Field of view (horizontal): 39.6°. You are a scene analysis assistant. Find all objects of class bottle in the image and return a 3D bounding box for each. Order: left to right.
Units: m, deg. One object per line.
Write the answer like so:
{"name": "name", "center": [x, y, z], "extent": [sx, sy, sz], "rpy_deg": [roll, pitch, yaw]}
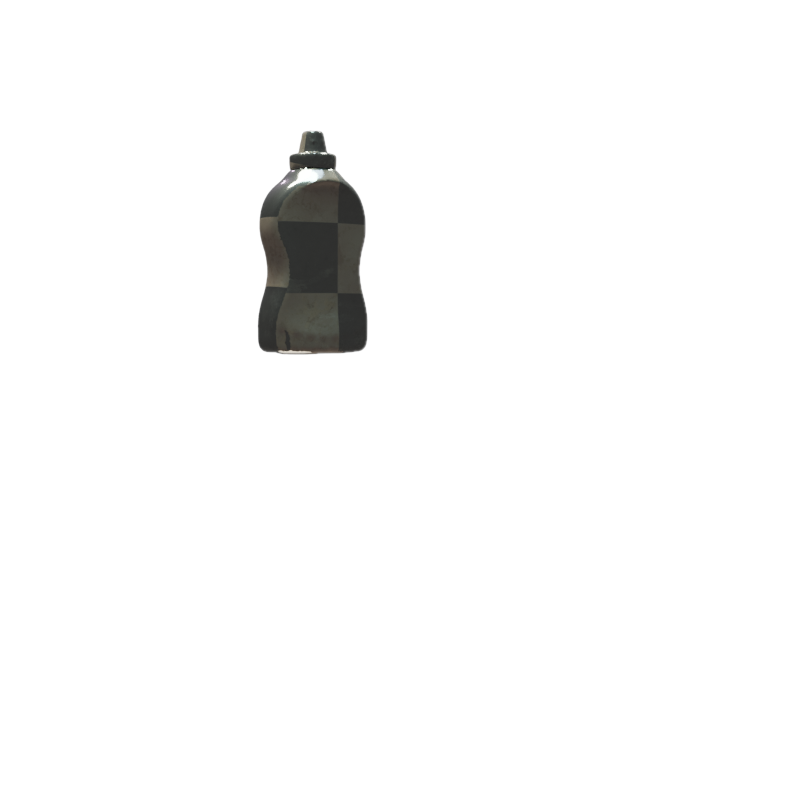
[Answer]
{"name": "bottle", "center": [-0.076, -0.137, 0.962], "extent": [0.093, 0.192, 0.060], "rpy_deg": [0, -1, -29]}
